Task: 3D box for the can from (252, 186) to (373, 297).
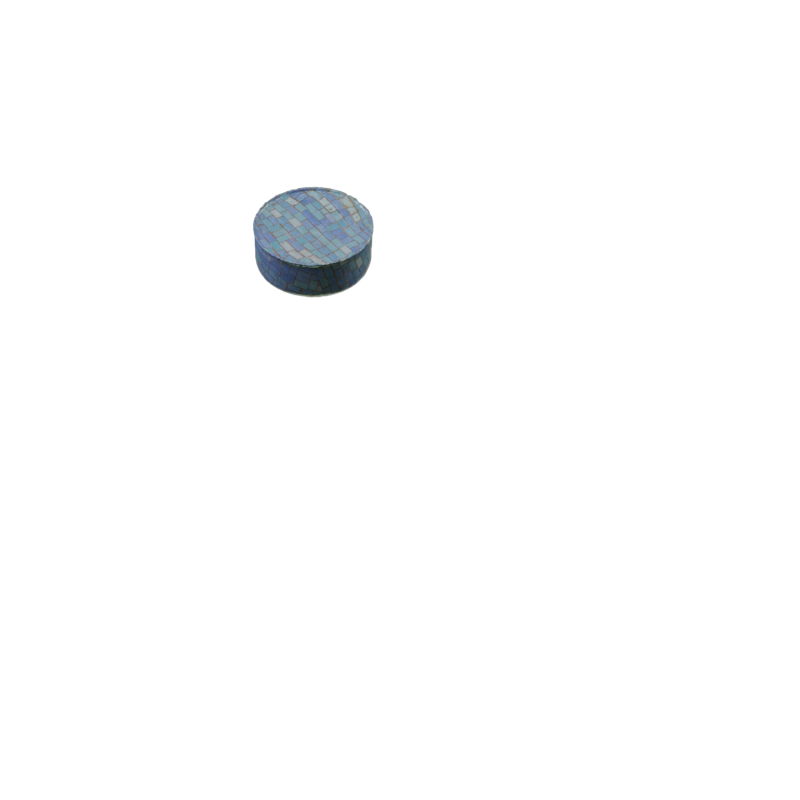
[{"bbox_3d":[-0.062,-0.114,0.795,0.086,0.092,0.031,-1,-45,-1],"label":"can"}]
